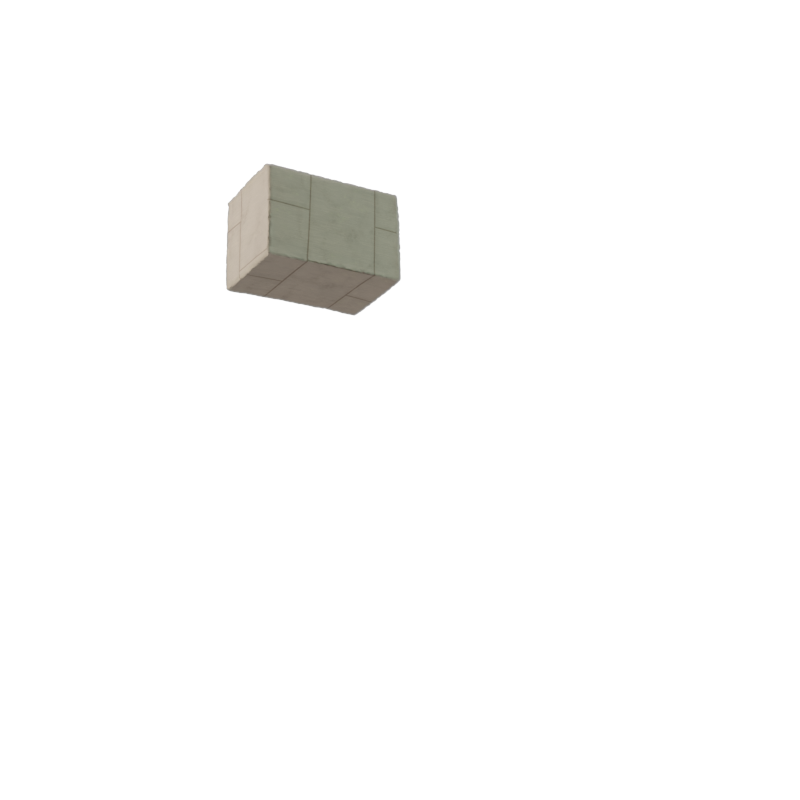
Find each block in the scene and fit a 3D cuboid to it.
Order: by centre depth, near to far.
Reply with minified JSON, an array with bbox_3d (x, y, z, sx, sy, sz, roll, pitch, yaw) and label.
[{"bbox_3d":[-0.045,-0.082,0.577,0.075,0.054,0.052,11,-25,-27],"label":"block"}]
